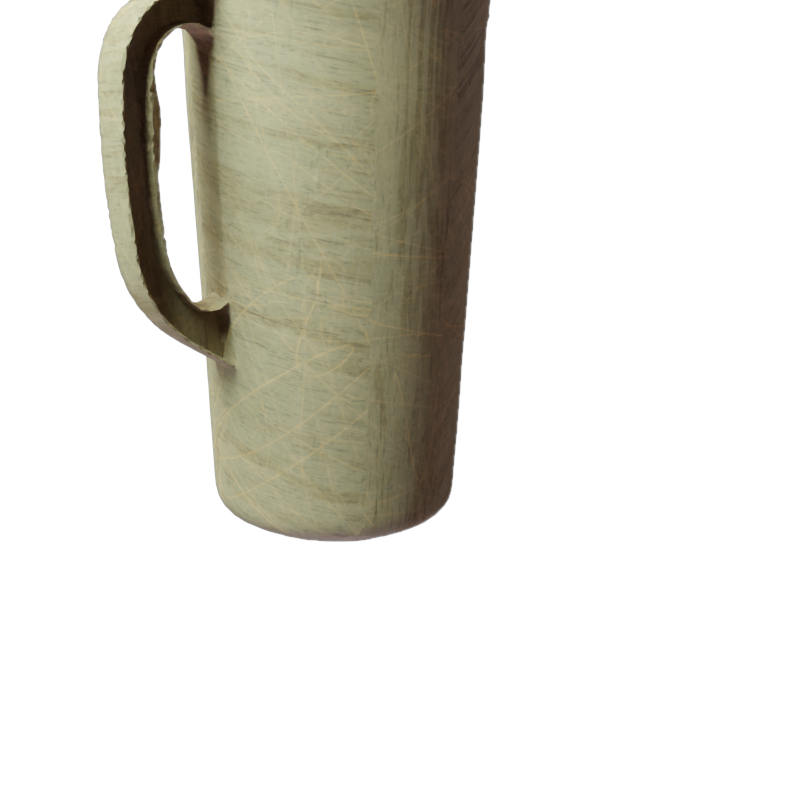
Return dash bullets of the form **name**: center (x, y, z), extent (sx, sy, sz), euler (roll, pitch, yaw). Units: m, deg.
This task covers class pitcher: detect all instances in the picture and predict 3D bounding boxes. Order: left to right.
- **pitcher**: center (-0.038, -0.069, 0.480), extent (0.151, 0.237, 0.148), euler (2, 12, 6)
